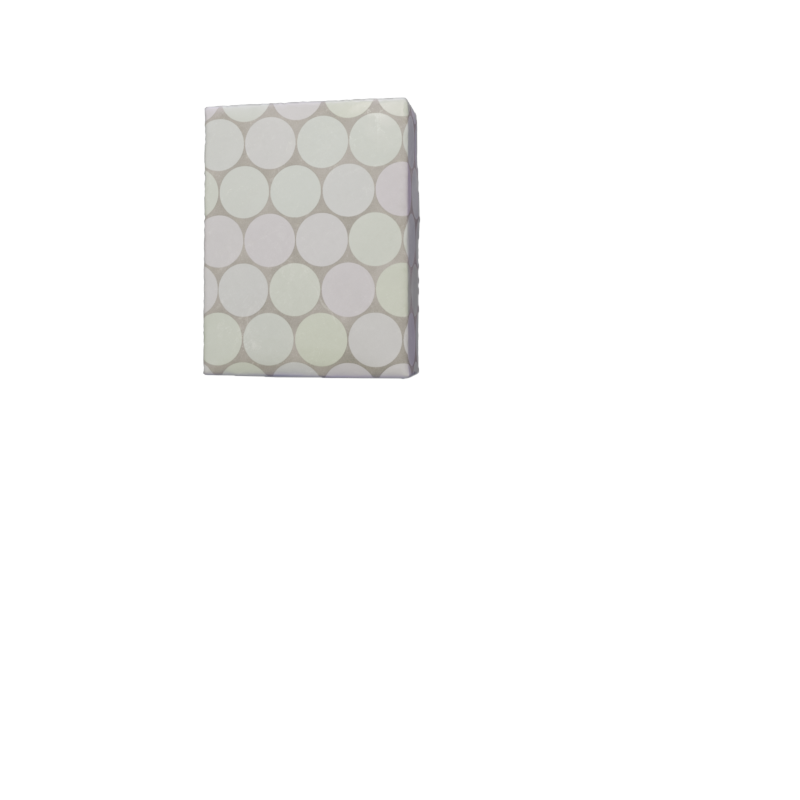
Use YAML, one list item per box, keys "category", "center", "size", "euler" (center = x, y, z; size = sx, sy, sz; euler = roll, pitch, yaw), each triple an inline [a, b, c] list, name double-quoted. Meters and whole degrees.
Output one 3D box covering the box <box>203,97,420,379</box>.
- category: "box"
  center: [-0.069, -0.126, 0.881]
  size: [0.167, 0.216, 0.070]
  euler: [0, -3, 12]
